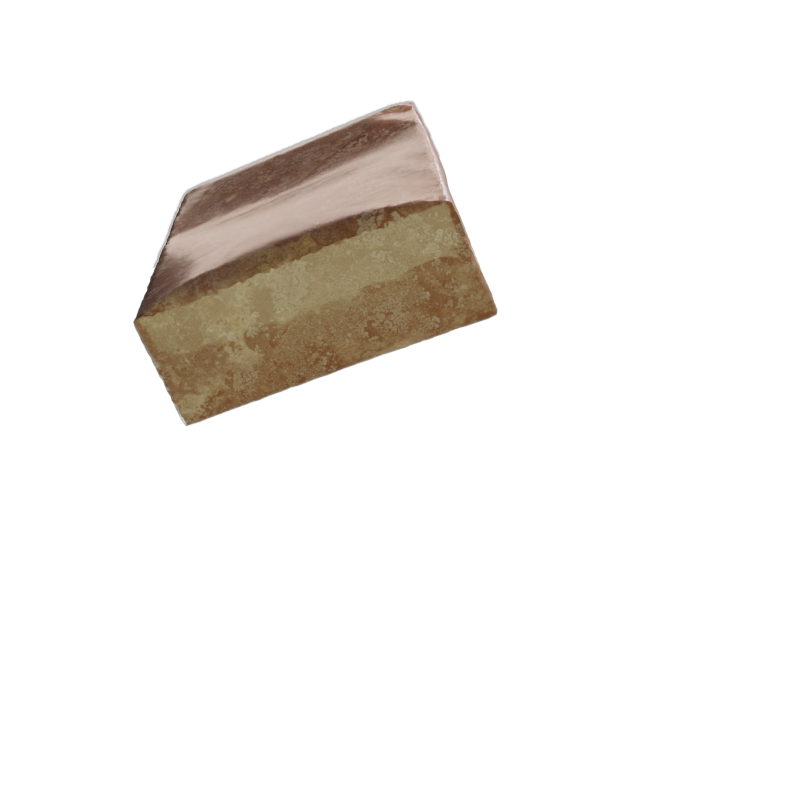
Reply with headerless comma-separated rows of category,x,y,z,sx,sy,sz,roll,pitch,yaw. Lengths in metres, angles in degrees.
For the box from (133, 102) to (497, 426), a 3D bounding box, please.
box,-0.048,-0.088,0.619,0.164,0.068,0.225,-20,26,6
